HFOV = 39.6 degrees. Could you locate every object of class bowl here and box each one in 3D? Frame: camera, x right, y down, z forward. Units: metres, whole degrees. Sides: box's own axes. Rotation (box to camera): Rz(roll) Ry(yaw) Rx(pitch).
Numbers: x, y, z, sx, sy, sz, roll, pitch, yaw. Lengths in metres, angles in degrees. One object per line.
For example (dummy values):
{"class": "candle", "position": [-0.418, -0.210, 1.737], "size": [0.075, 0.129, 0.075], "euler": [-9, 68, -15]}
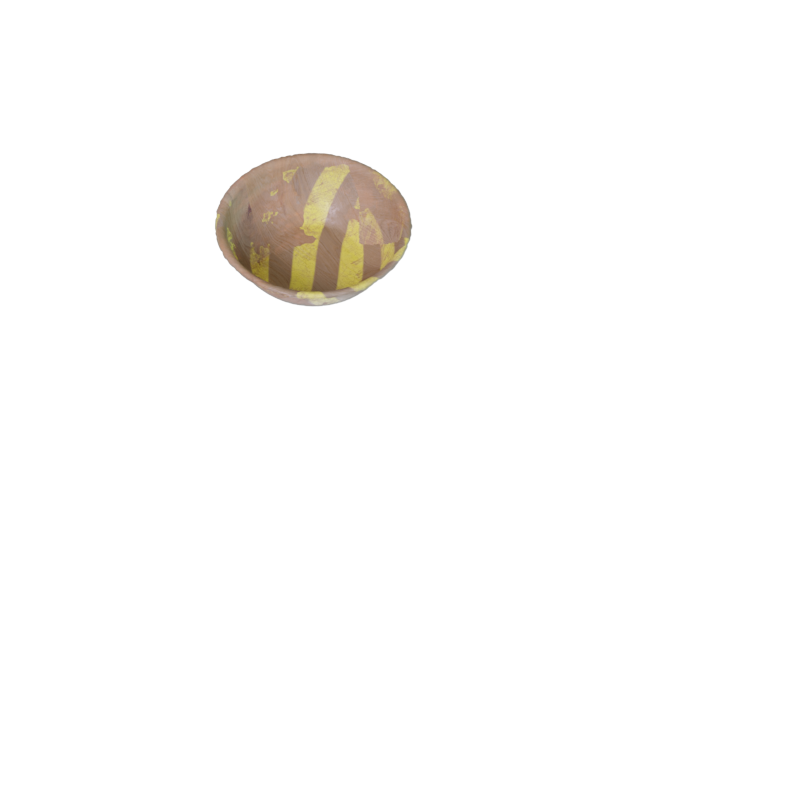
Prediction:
{"class": "bowl", "position": [-0.073, -0.133, 0.930], "size": [0.162, 0.174, 0.051], "euler": [-1, -38, -1]}
